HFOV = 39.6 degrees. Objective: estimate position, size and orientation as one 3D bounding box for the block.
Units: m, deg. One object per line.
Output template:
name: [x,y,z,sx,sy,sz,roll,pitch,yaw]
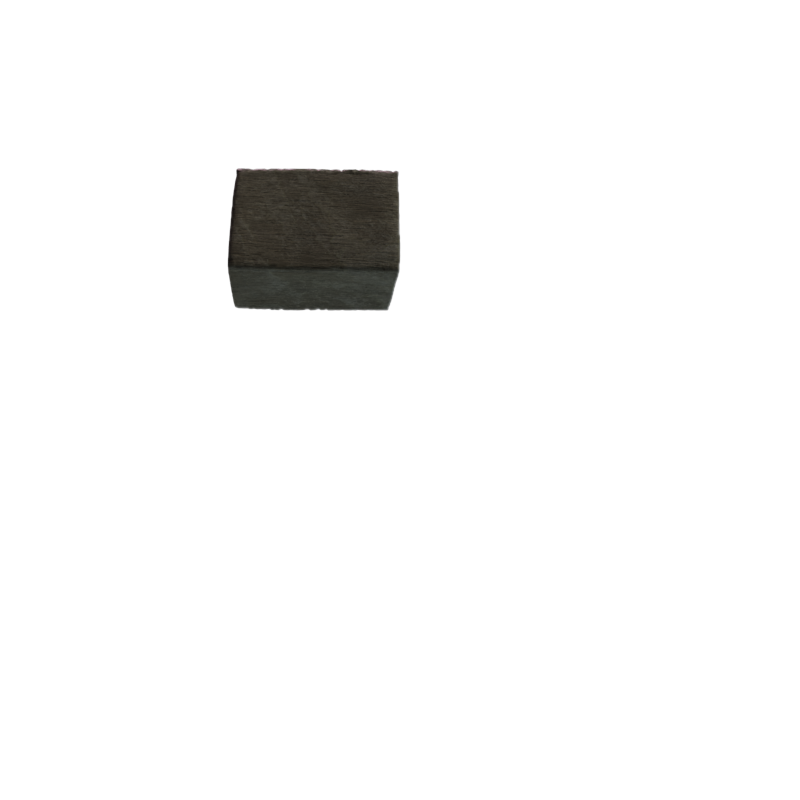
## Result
block: [-0.041,-0.075,0.524,0.078,0.054,0.050,1,-20,-3]
